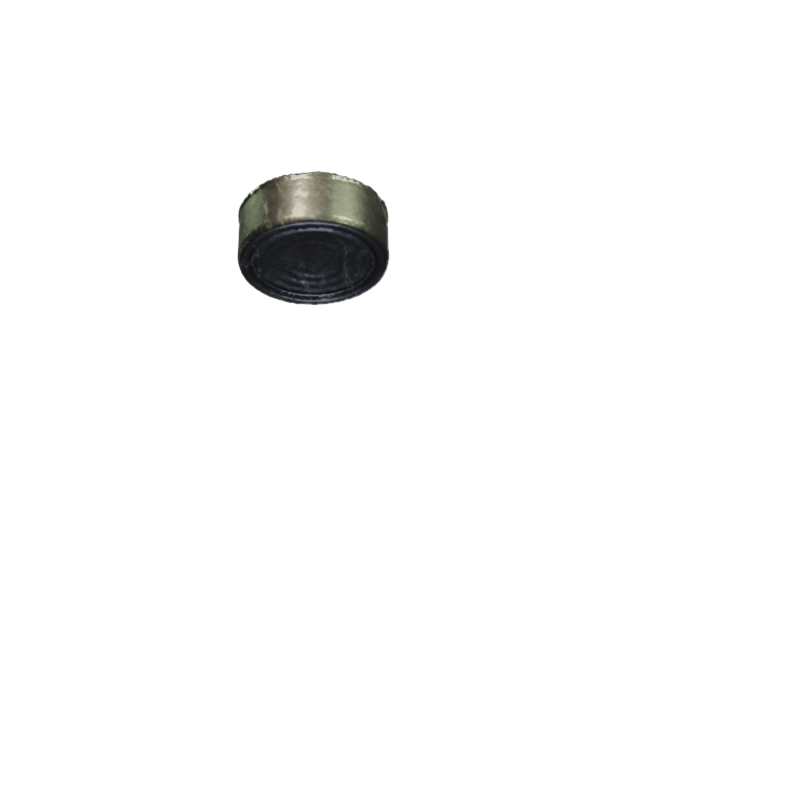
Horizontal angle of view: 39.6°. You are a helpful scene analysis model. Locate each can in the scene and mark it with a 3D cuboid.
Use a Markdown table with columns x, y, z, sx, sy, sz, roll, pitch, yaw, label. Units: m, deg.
| x | y | z | sx | sy | sz | roll | pitch | yaw | label |
| --- | --- | --- | --- | --- | --- | --- | --- | --- | --- |
| -0.049 | -0.089 | 0.623 | 0.086 | 0.036 | 0.081 | 1 | -30 | -2 | can |
